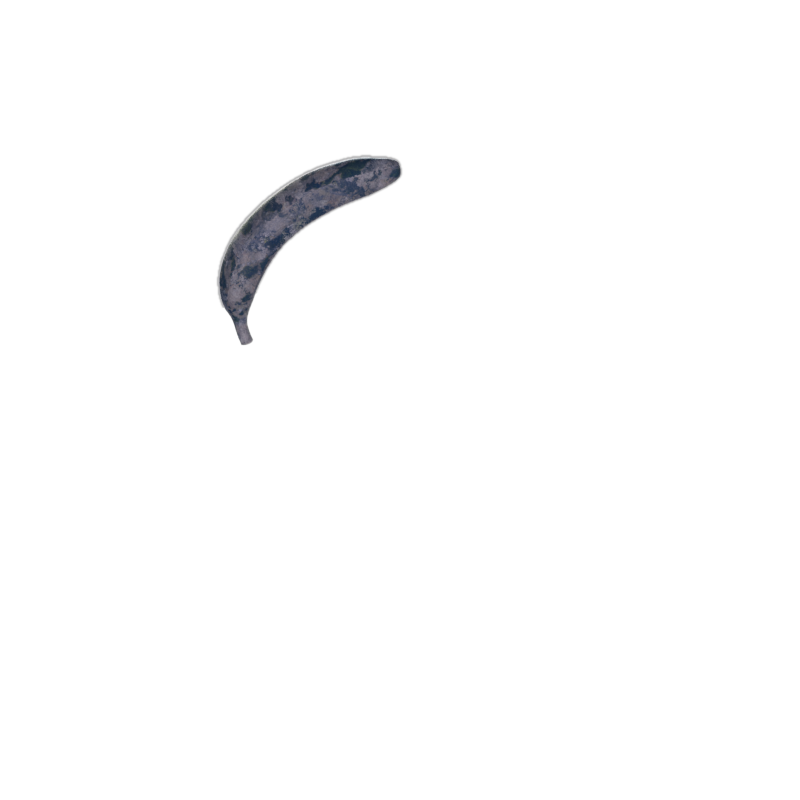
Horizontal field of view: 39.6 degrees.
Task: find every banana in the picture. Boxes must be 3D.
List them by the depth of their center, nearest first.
[{"bbox_3d":[-0.087,-0.137,0.899,0.067,0.195,0.038,41,13,-13],"label":"banana"}]
